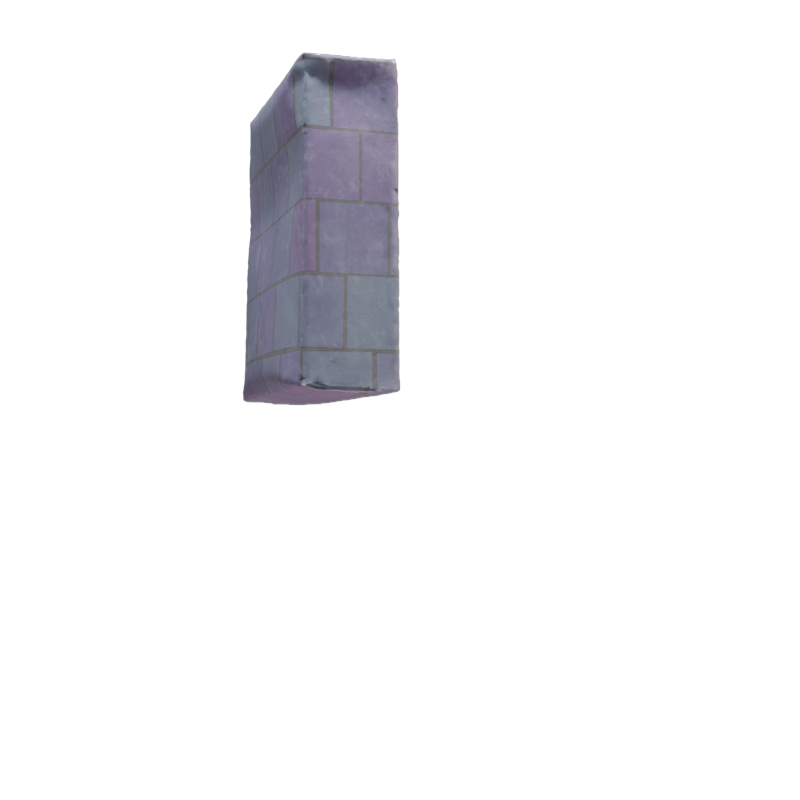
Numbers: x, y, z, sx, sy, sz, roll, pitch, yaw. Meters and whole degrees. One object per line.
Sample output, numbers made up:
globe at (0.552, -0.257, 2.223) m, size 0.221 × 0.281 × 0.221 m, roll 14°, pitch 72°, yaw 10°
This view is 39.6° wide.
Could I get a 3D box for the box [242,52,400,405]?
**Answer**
box at (-0.059, -0.107, 0.752) m, size 0.070 × 0.219 × 0.165 m, roll 3°, pitch -8°, yaw -19°
